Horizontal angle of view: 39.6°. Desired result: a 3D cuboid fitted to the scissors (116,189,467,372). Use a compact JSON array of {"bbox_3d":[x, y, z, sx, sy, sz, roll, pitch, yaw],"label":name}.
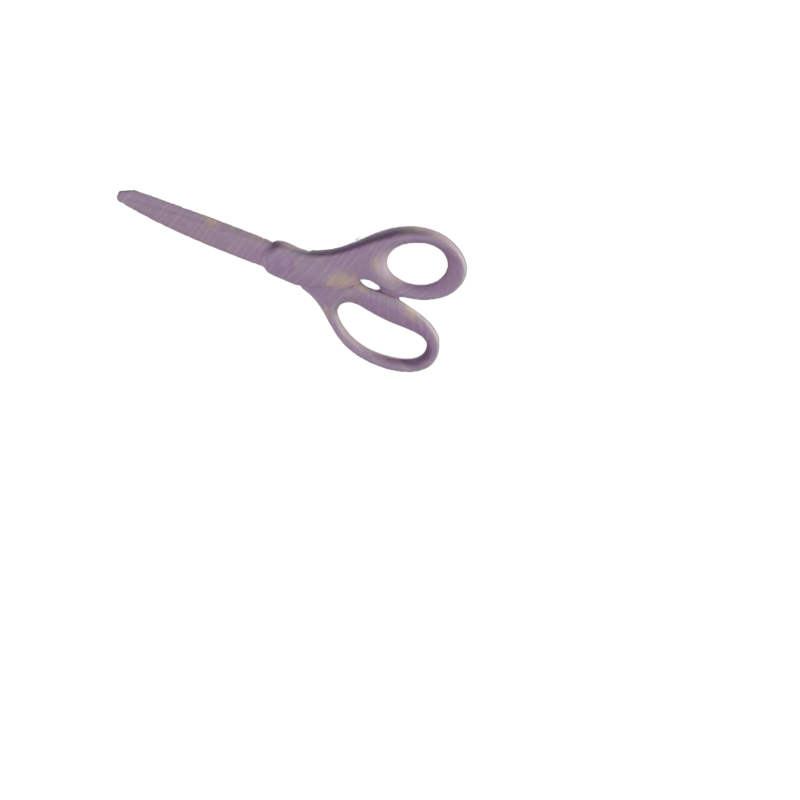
[{"bbox_3d":[-0.048,-0.088,0.616,0.194,0.095,0.017,36,19,-15],"label":"scissors"}]
